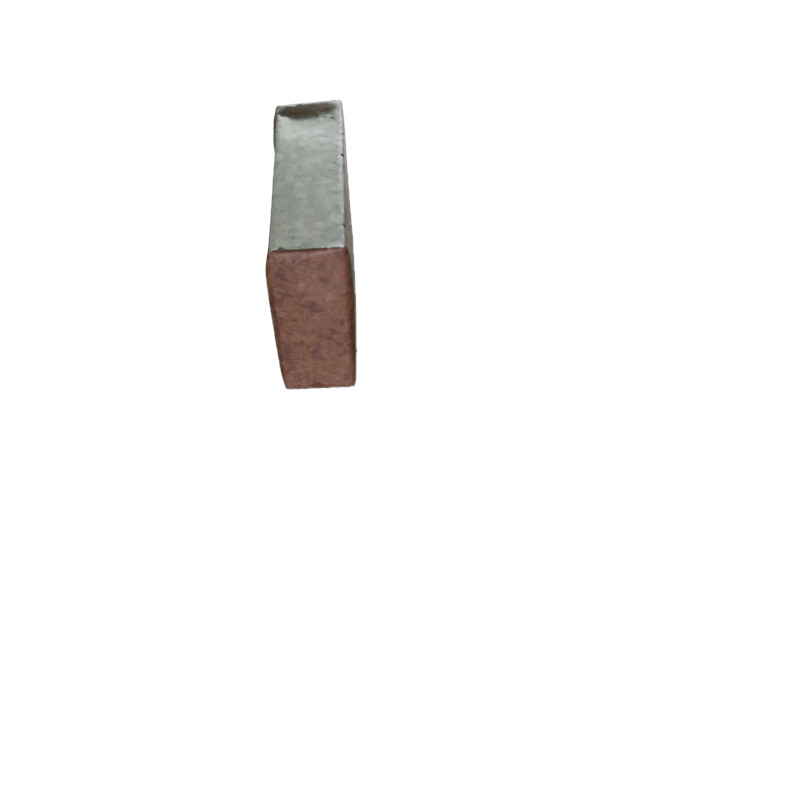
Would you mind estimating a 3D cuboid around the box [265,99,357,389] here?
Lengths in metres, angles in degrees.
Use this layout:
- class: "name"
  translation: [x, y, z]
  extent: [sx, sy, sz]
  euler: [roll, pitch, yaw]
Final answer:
- class: "box"
  translation: [-0.078, -0.143, 1.000]
  extent: [0.072, 0.152, 0.230]
  euler: [-4, 45, -1]
